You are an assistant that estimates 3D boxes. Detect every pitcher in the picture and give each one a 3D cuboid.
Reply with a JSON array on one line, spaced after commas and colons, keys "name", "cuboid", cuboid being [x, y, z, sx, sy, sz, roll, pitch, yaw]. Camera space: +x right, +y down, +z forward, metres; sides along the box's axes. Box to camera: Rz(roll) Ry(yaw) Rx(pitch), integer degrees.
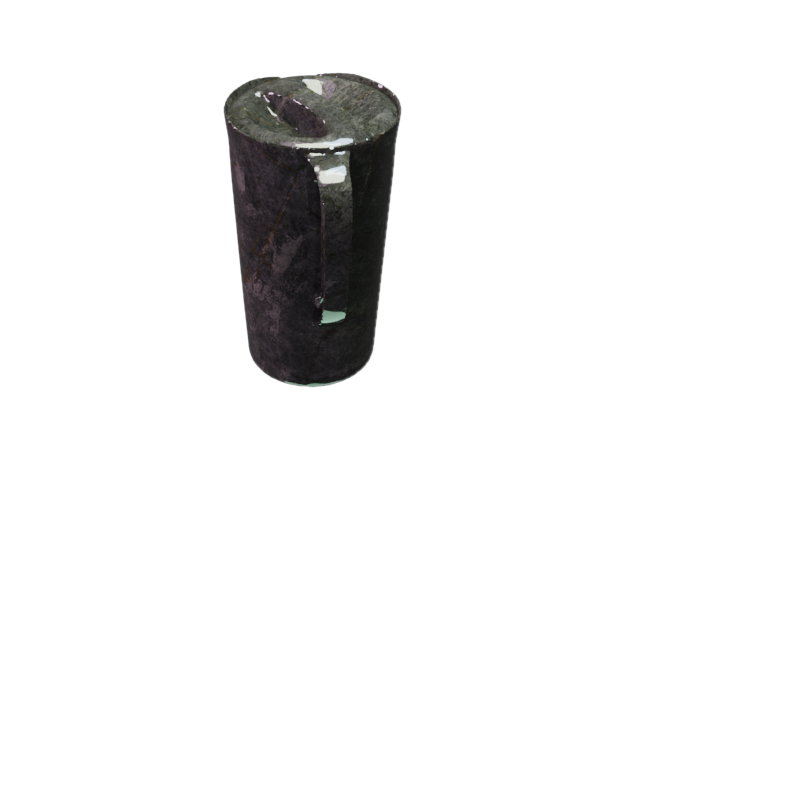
[{"name": "pitcher", "cuboid": [-0.069, -0.126, 0.883, 0.152, 0.227, 0.152, 21, 40, 24]}]
